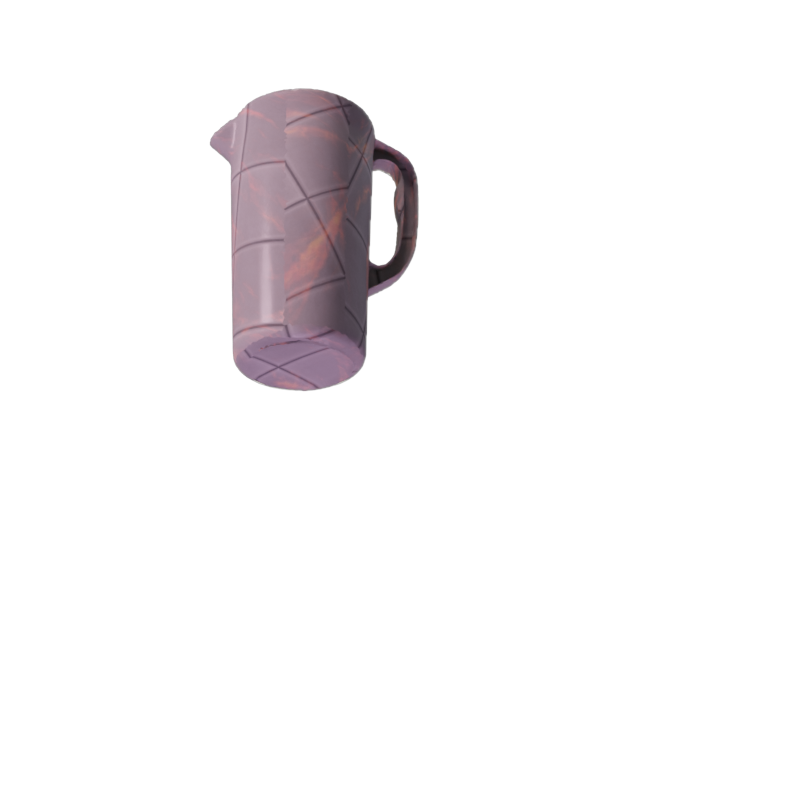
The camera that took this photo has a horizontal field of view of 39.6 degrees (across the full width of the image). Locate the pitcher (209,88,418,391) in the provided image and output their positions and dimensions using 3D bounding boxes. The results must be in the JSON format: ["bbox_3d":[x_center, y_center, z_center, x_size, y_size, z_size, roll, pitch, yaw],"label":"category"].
[{"bbox_3d":[-0.075,-0.136,0.954,0.151,0.259,0.134,-17,-33,25],"label":"pitcher"}]
